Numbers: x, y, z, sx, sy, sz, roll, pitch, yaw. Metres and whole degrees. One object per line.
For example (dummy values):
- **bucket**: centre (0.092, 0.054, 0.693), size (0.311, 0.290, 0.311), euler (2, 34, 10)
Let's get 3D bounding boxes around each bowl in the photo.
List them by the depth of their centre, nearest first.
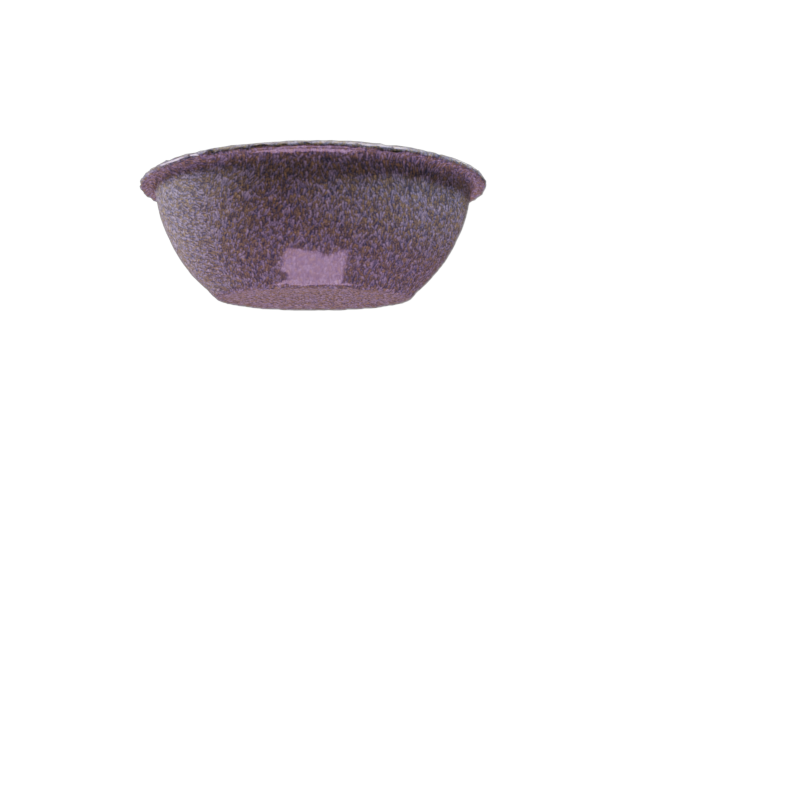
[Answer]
- **bowl**: centre (-0.041, -0.074, 0.518), size (0.162, 0.056, 0.160), euler (0, -3, -2)
